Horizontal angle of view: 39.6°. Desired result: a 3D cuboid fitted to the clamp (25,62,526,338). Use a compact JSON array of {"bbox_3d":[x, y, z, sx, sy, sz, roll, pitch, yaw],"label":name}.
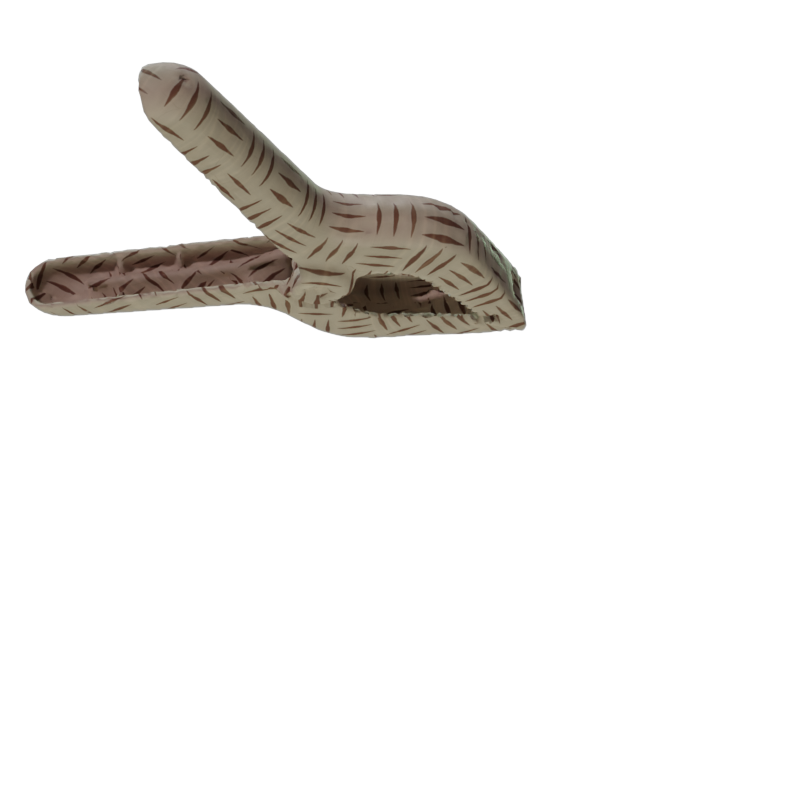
[{"bbox_3d":[-0.035,-0.064,0.446,0.204,0.038,0.160,8,-25,-19],"label":"clamp"}]
